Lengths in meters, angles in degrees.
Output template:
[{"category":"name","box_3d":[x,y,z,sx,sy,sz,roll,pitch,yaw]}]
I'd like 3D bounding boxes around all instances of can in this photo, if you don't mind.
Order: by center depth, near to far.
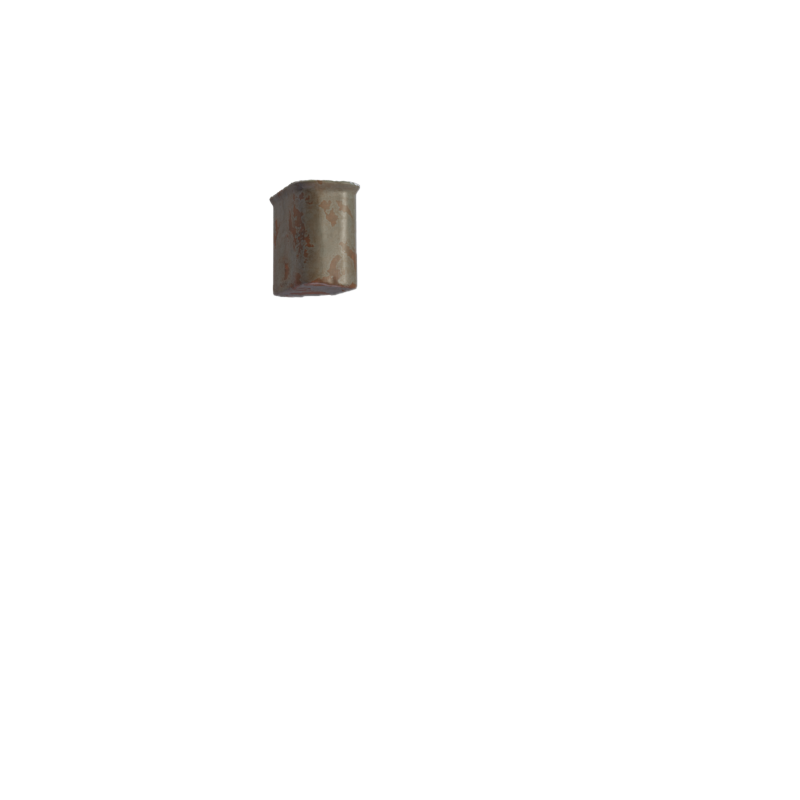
[{"category":"can","box_3d":[-0.071,-0.129,0.906,0.056,0.085,0.103,2,-4,-20]}]
